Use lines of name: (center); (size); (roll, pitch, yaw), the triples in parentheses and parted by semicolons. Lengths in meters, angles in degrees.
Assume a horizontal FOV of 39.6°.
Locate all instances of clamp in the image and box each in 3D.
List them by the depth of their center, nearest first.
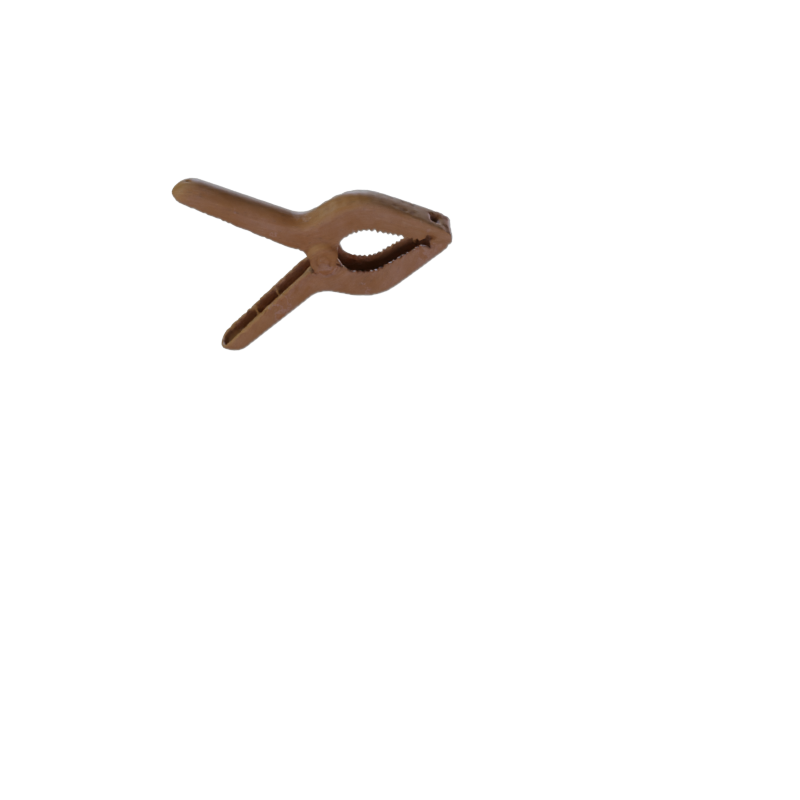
clamp: (-0.068, -0.123, 0.863); (0.211, 0.152, 0.039); (-13, 38, 11)
